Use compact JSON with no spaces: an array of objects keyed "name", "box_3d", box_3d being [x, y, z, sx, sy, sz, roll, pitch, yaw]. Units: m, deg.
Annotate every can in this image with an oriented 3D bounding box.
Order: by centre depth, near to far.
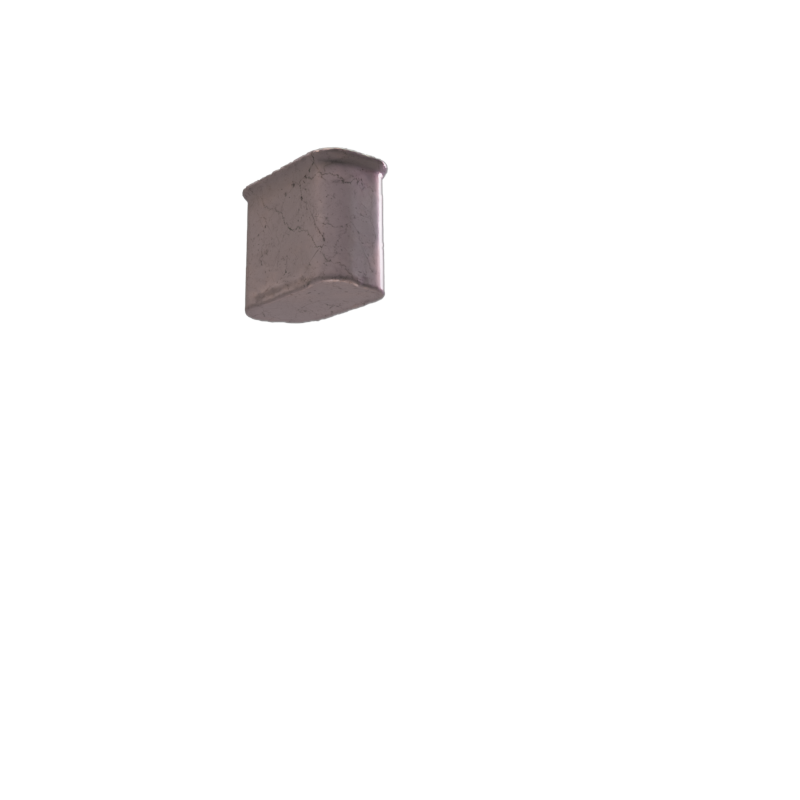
[{"name":"can","box_3d":[-0.054,-0.098,0.687,0.054,0.087,0.103,13,-20,-39]}]
